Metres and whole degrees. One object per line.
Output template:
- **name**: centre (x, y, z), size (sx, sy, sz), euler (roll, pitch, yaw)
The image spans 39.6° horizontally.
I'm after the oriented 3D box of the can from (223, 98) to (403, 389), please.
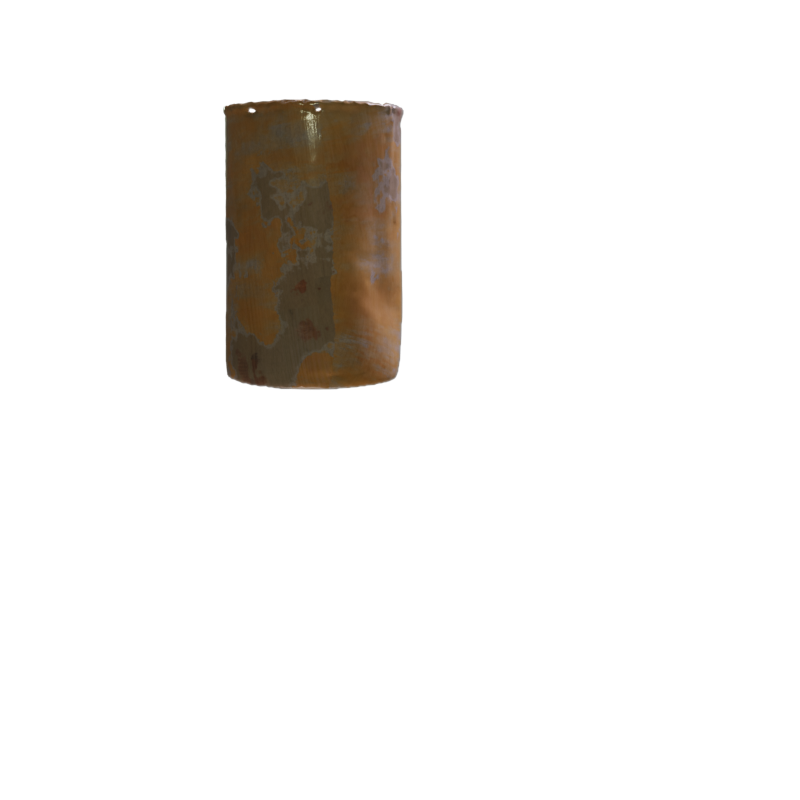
- **can**: centre (-0.033, -0.060, 0.421), size (0.068, 0.101, 0.069), euler (0, 5, -2)
